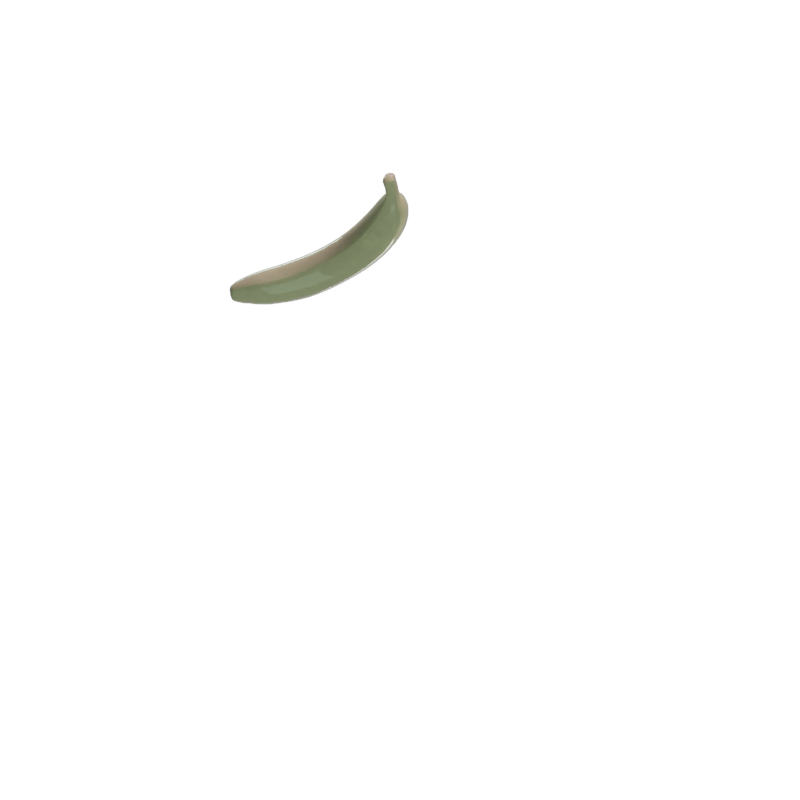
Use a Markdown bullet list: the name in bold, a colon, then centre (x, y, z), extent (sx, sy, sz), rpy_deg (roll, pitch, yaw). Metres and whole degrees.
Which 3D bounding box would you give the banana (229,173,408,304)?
- **banana**: centre (-0.061, -0.131, 0.975), extent (0.196, 0.039, 0.065), rpy_deg (-33, -55, 26)
